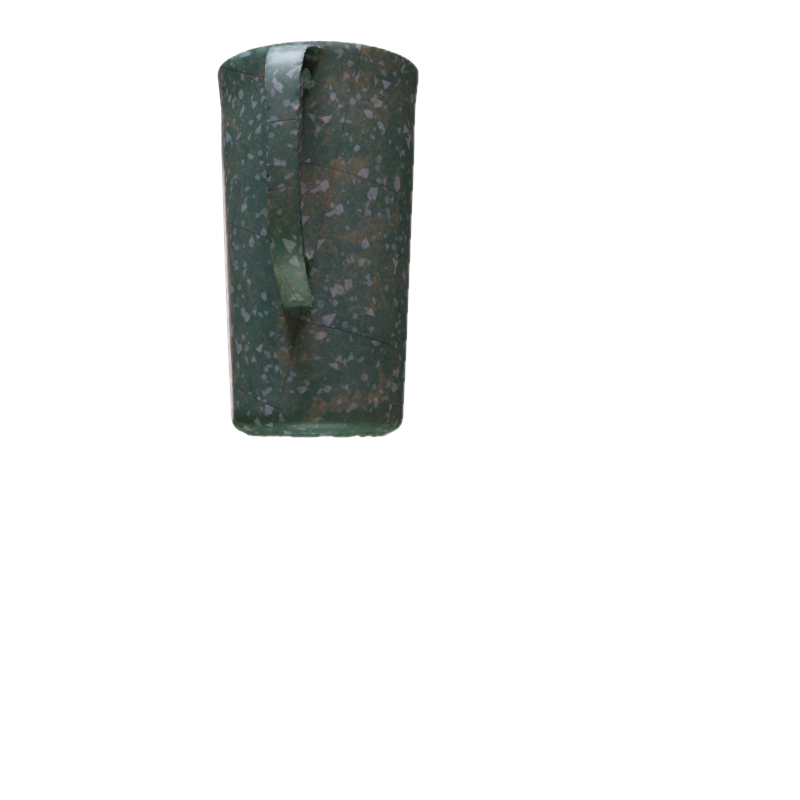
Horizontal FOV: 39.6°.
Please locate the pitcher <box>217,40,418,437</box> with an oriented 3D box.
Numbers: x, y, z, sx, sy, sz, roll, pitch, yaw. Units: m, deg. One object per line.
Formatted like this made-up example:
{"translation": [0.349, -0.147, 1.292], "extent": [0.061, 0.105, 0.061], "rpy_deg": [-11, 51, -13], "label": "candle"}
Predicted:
{"translation": [-0.055, -0.101, 0.705], "extent": [0.143, 0.249, 0.148], "rpy_deg": [6, -11, -37], "label": "pitcher"}
